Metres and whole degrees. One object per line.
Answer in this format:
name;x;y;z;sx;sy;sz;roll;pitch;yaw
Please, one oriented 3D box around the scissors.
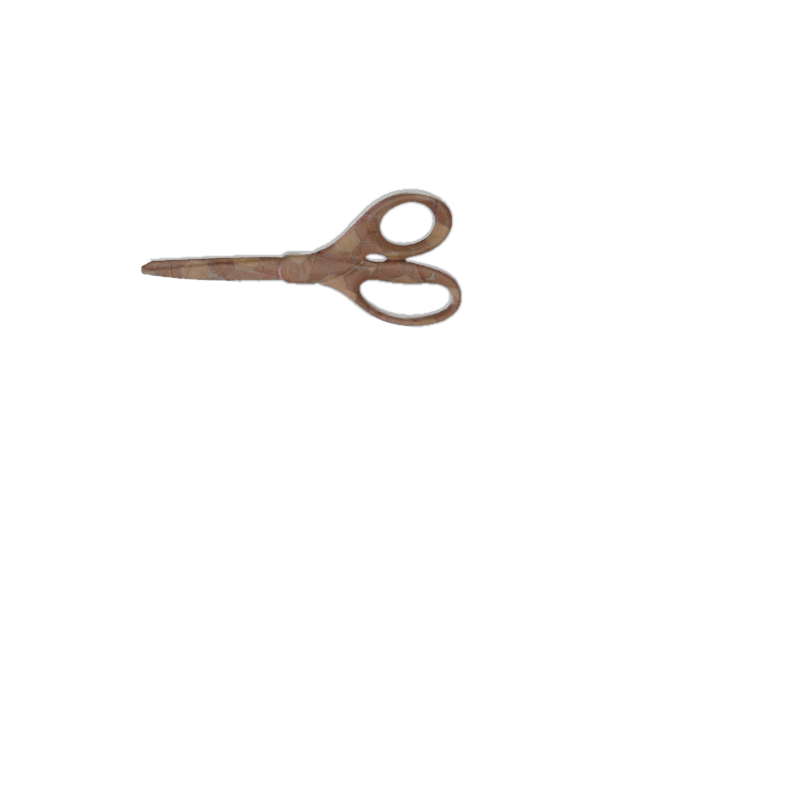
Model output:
scissors;-0.054;-0.099;0.696;0.200;0.094;0.016;14;14;-4
